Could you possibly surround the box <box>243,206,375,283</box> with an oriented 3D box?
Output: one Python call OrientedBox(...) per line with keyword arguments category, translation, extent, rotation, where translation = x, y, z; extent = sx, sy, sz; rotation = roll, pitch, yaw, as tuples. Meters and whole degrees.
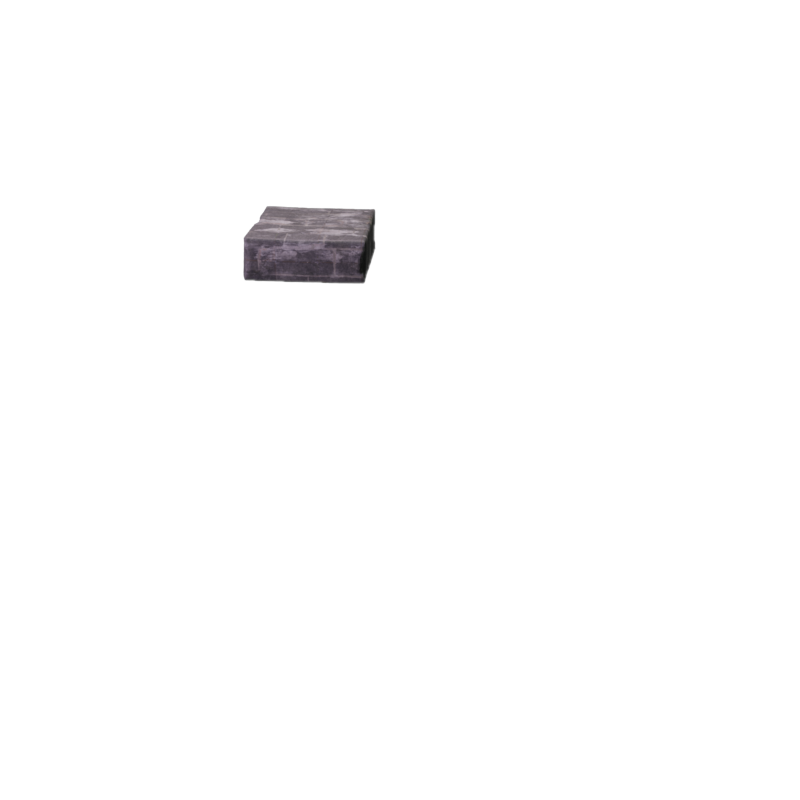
OrientedBox(category="box", translation=(-0.054, -0.099, 0.693), extent=(0.074, 0.029, 0.092), rotation=(2, 22, 5))
